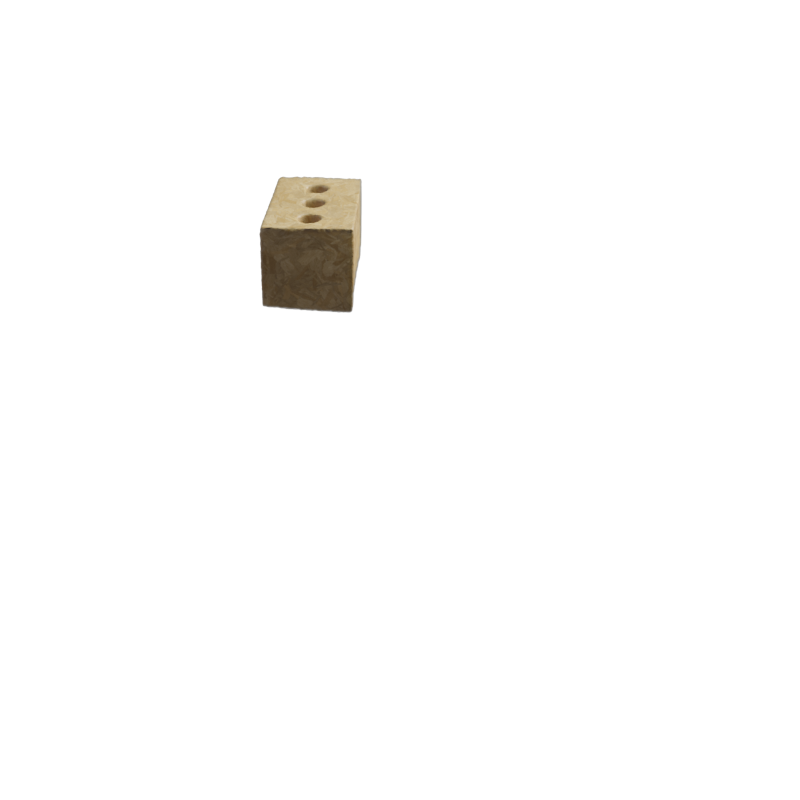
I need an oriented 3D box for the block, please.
[{"bbox_3d":[-0.051,-0.092,0.646,0.053,0.048,0.082,2,30,2],"label":"block"}]
